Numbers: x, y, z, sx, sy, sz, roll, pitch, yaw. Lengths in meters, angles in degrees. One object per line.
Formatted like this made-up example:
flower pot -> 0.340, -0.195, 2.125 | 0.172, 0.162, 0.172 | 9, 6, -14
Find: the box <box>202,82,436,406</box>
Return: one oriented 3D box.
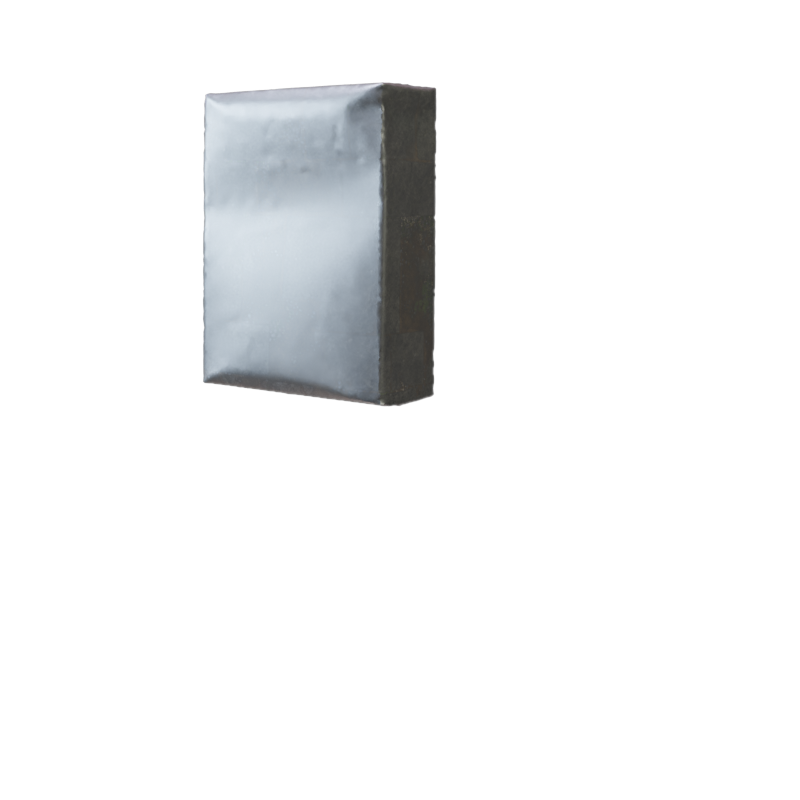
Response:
box -> -0.061, -0.111, 0.779 | 0.171, 0.212, 0.069 | 5, 6, 36
